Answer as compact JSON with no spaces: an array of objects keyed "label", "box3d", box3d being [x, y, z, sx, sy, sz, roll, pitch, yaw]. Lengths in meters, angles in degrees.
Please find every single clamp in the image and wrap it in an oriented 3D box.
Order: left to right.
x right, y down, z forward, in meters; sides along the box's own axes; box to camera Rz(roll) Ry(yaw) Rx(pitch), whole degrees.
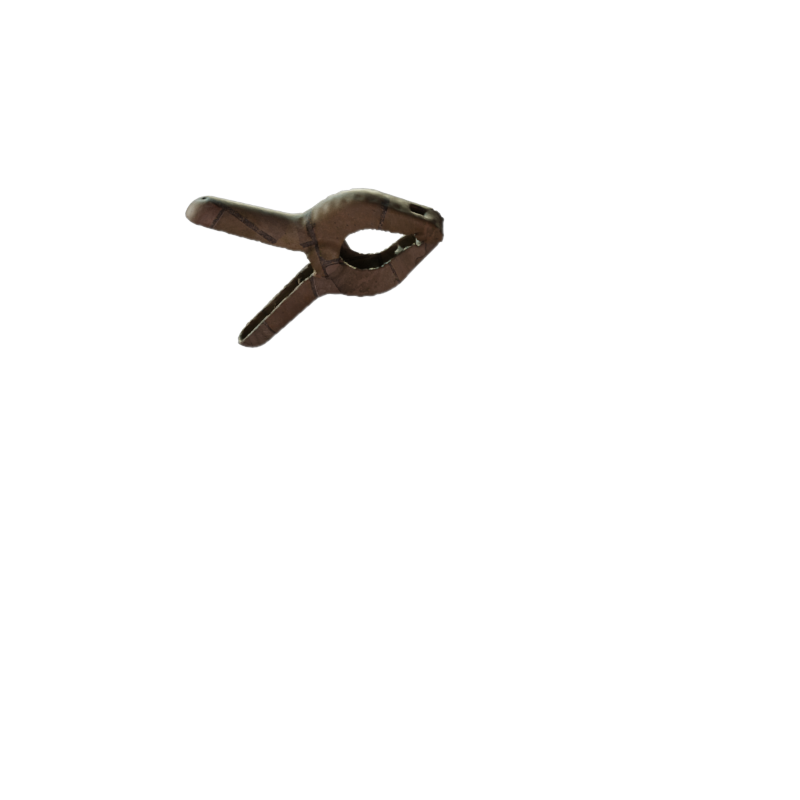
[{"label":"clamp","box3d":[-0.059,-0.108,0.753,0.172,0.112,0.042,-21,34,14]}]
